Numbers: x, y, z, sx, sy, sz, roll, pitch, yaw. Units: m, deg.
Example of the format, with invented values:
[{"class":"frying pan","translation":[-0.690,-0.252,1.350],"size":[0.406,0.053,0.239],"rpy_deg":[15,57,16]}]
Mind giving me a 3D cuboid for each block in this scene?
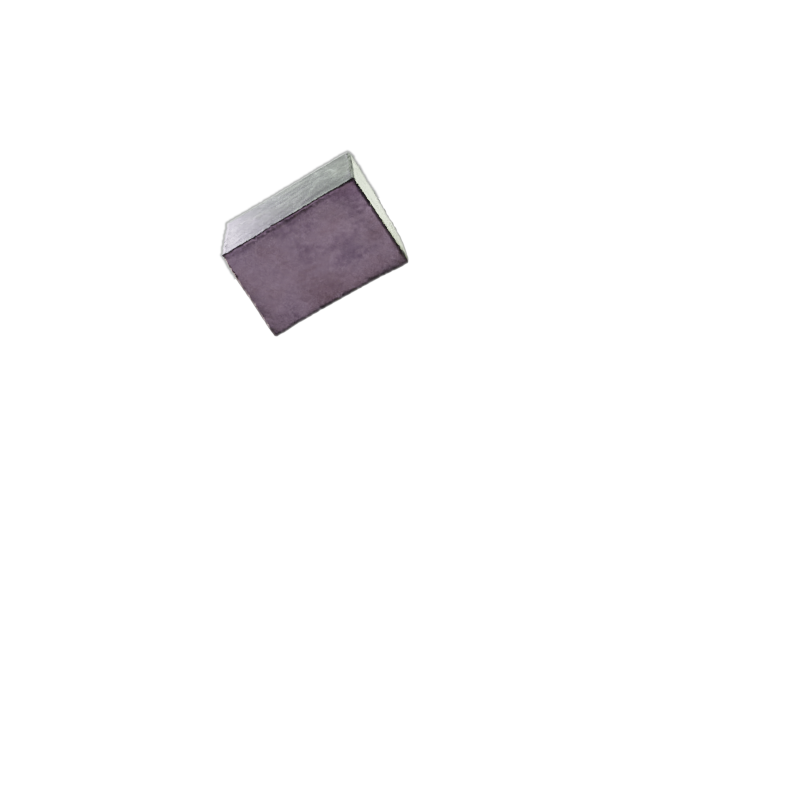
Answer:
[{"class":"block","translation":[-0.044,-0.080,0.557],"size":[0.078,0.050,0.054],"rpy_deg":[-28,22,10]}]
